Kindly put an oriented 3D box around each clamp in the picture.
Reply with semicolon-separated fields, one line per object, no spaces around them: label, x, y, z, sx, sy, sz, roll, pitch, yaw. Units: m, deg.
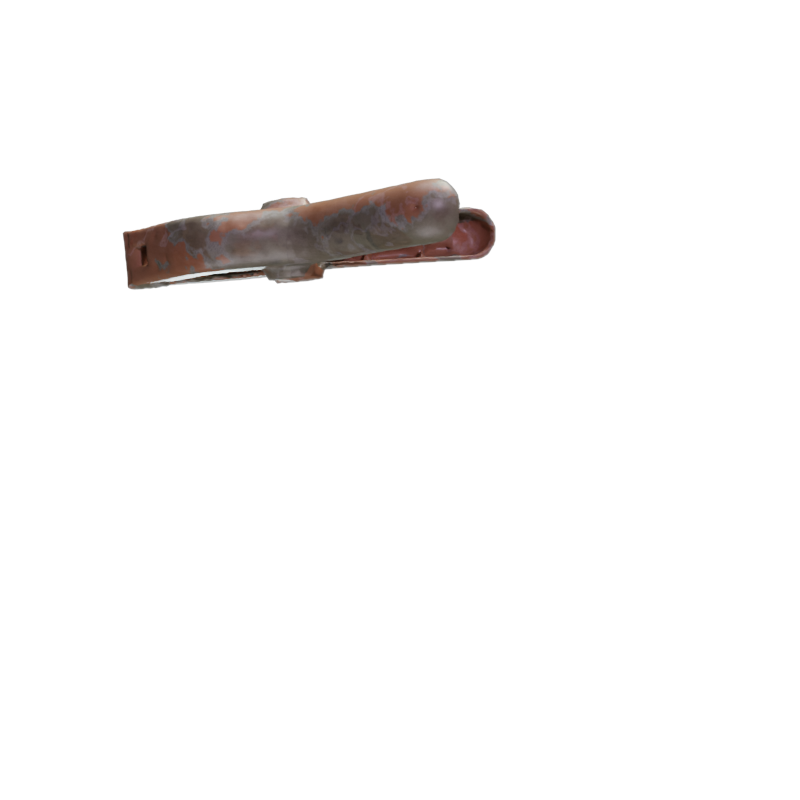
clamp;-0.039;-0.072;0.503;0.176;0.040;0.115;-1;-4;24
